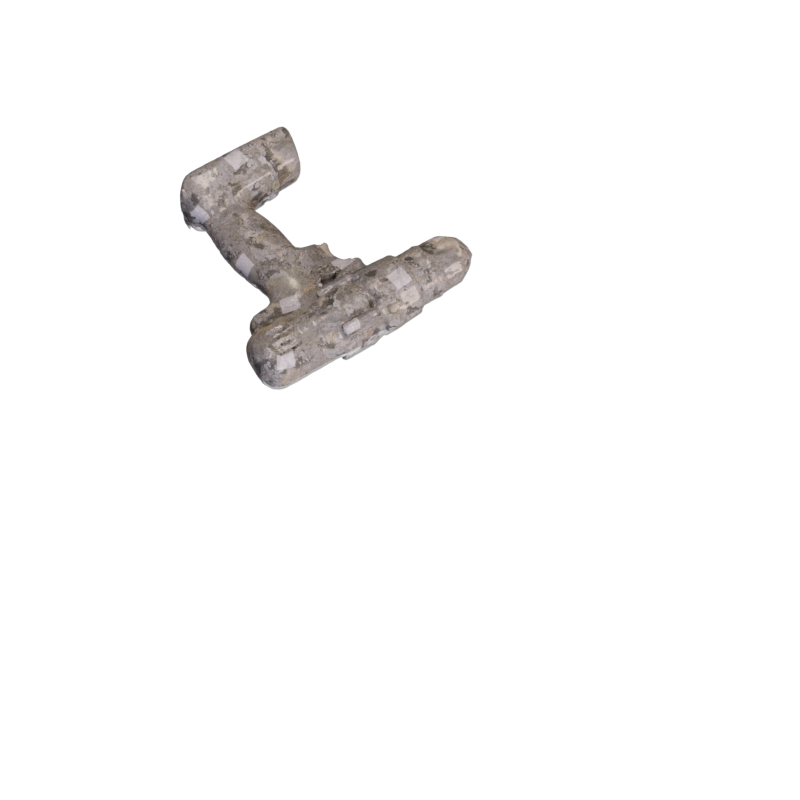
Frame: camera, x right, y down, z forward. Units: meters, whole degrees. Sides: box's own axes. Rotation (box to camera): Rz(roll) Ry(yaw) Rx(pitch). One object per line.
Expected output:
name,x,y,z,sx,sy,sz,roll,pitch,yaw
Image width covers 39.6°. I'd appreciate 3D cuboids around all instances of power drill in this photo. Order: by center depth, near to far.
power drill,-0.065,-0.119,0.835,0.184,0.200,0.054,-30,-28,-18
